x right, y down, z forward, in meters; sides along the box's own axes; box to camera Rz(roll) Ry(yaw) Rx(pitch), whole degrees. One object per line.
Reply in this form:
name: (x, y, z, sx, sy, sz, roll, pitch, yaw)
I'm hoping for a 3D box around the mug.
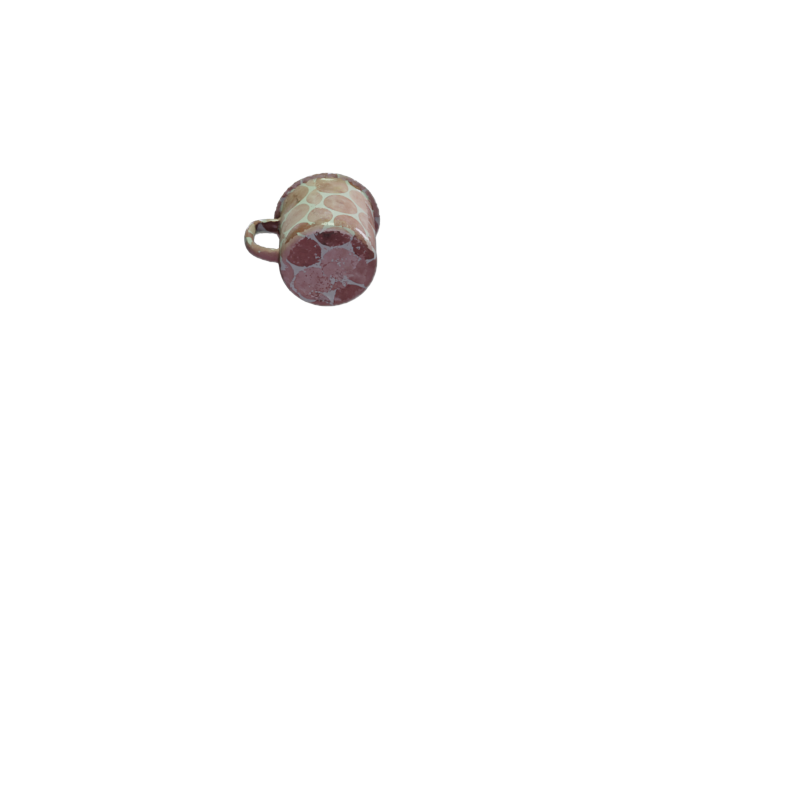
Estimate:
mug: (-0.073, -0.134, 0.937, 0.116, 0.088, 0.087, 5, 34, -5)
